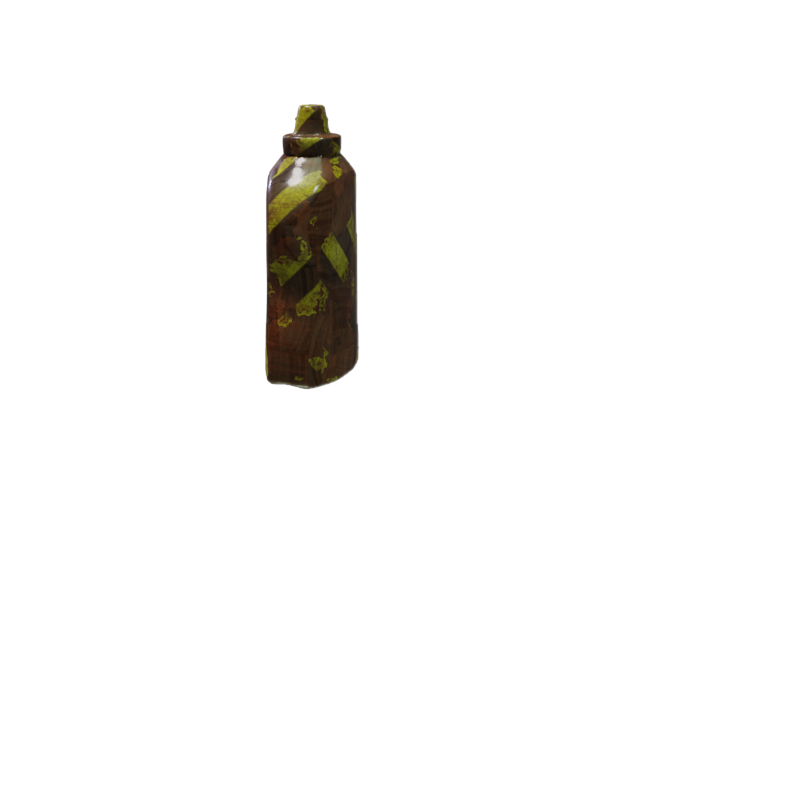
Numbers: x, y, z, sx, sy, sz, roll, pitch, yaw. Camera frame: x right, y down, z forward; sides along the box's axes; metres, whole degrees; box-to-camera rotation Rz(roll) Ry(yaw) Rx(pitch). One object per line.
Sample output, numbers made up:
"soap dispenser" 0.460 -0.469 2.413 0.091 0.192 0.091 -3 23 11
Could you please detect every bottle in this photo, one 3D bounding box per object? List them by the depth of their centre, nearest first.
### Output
"bottle" -0.062 -0.112 0.782 0.060 0.186 0.096 6 14 22
